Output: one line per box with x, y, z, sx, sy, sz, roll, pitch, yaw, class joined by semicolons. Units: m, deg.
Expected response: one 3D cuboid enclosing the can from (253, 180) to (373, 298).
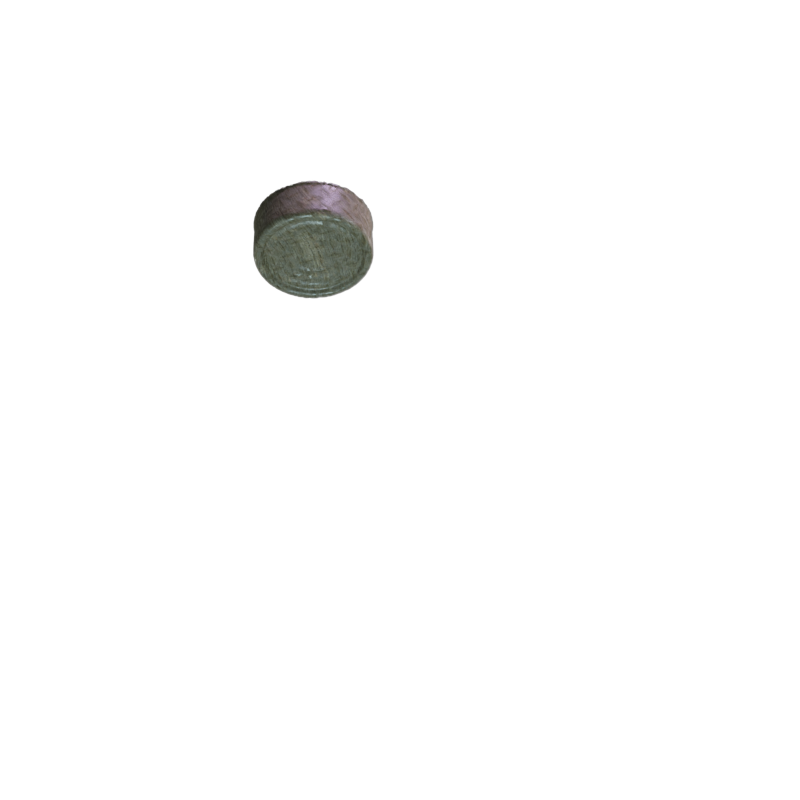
-0.061;-0.112;0.782;0.086;0.036;0.080;1;-42;-1;can
